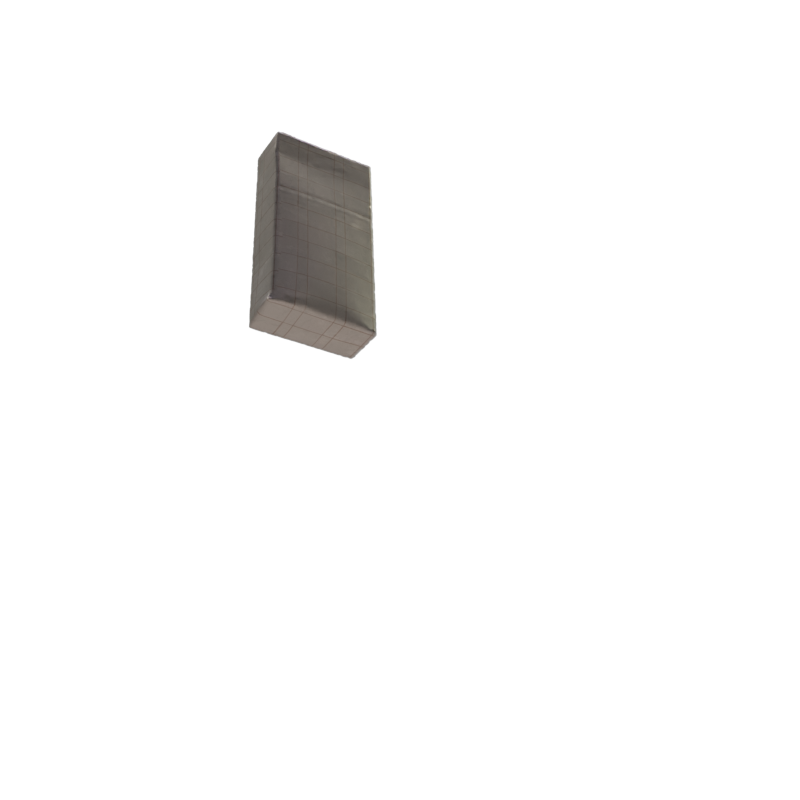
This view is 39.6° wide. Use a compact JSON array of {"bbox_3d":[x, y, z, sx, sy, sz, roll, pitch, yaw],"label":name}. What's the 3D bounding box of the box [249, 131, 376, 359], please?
[{"bbox_3d":[-0.070,-0.127,0.888,0.089,0.189,0.047,17,-43,-24],"label":"box"}]
